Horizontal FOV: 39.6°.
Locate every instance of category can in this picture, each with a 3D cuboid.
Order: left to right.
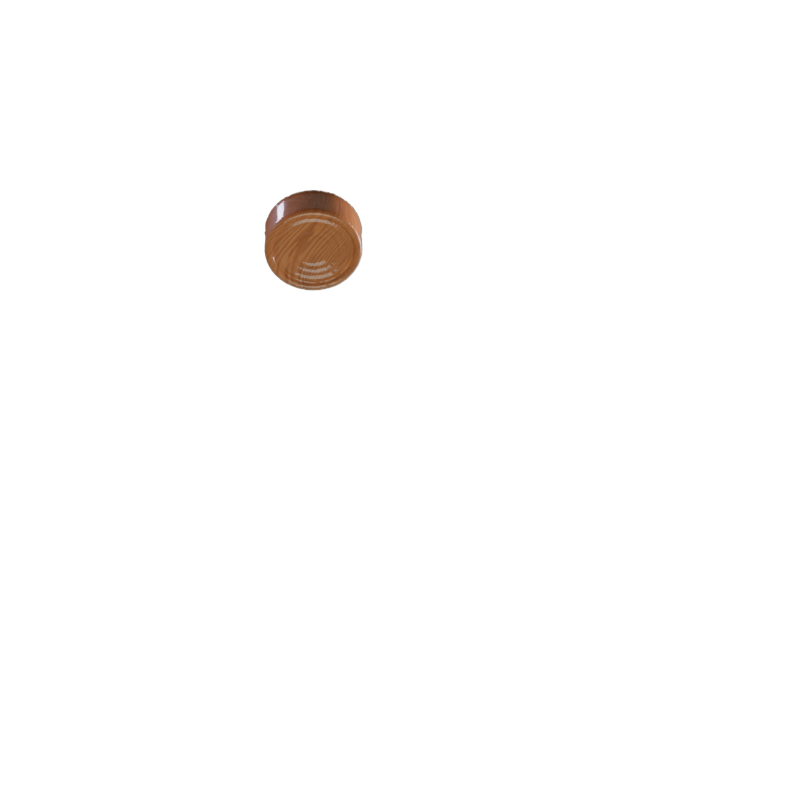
[{"bbox_3d":[-0.075,-0.137,0.962,0.086,0.080,0.036,1,38,-1],"label":"can"}]
